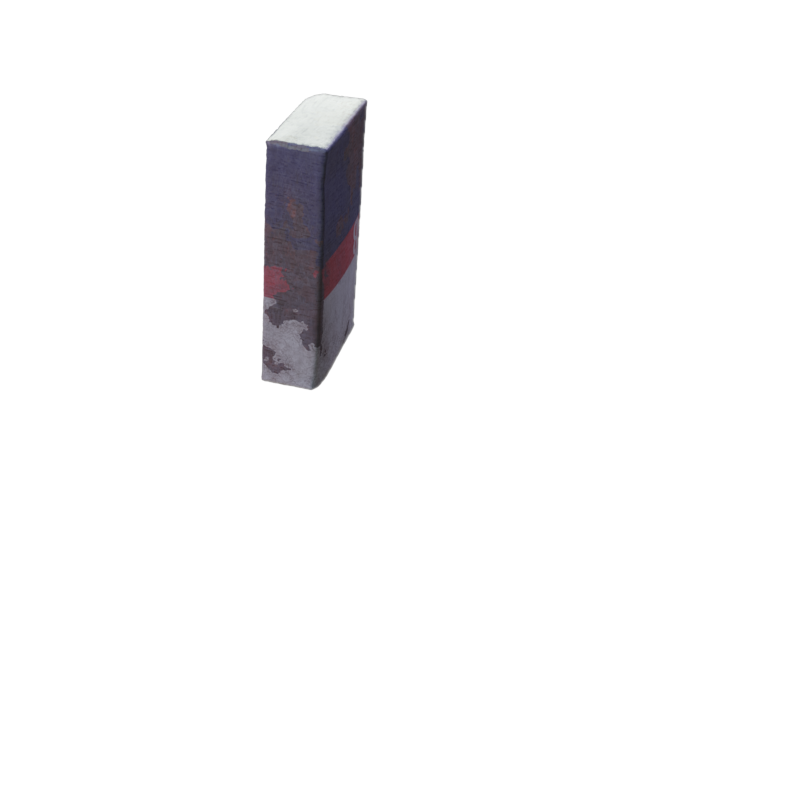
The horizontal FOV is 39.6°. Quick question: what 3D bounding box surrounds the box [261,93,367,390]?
[{"bbox_3d":[-0.057,-0.104,0.731,0.049,0.166,0.097,9,31,12],"label":"box"}]
